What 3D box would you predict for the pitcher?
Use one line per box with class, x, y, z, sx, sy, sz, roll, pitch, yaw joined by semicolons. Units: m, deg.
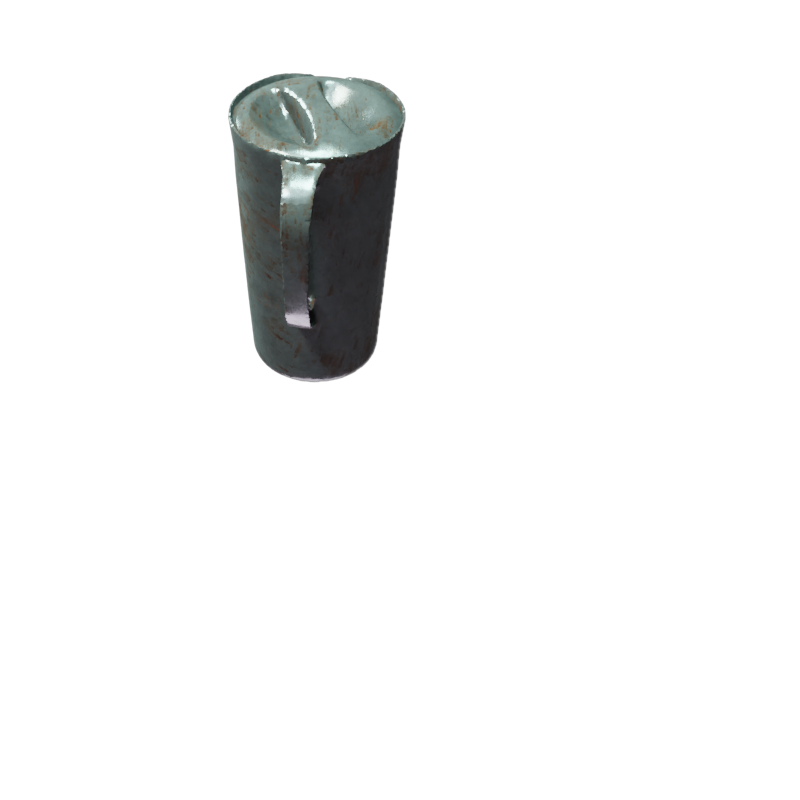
pitcher;-0.070;-0.127;0.892;0.149;0.227;0.156;-27;48;-31
